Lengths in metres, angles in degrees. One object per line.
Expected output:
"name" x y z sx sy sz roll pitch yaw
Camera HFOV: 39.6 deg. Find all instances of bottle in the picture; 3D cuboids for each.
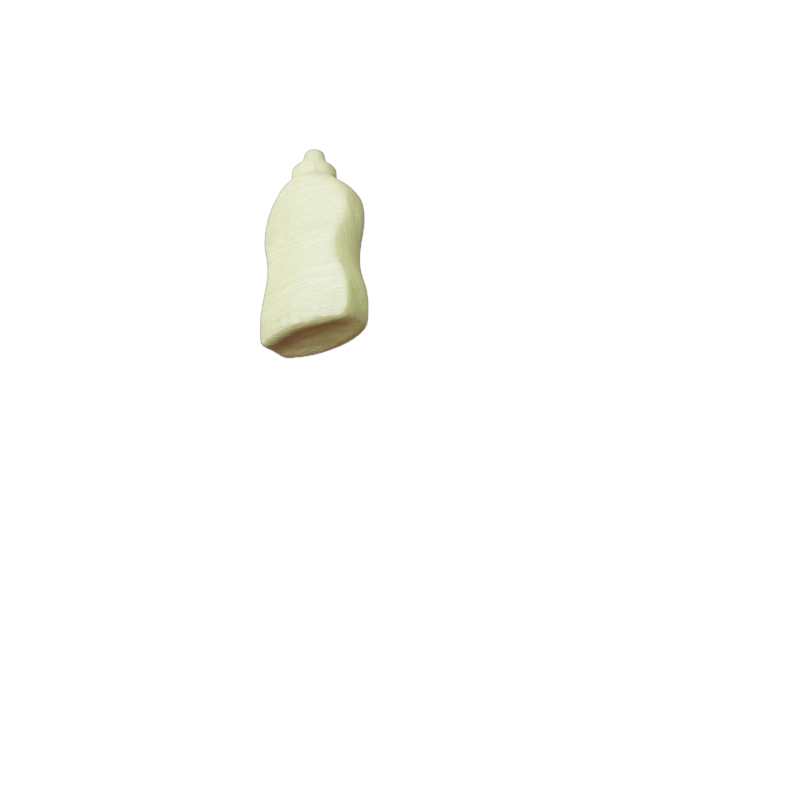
"bottle" -0.075 -0.137 0.963 0.097 0.204 0.054 -23 -36 32
